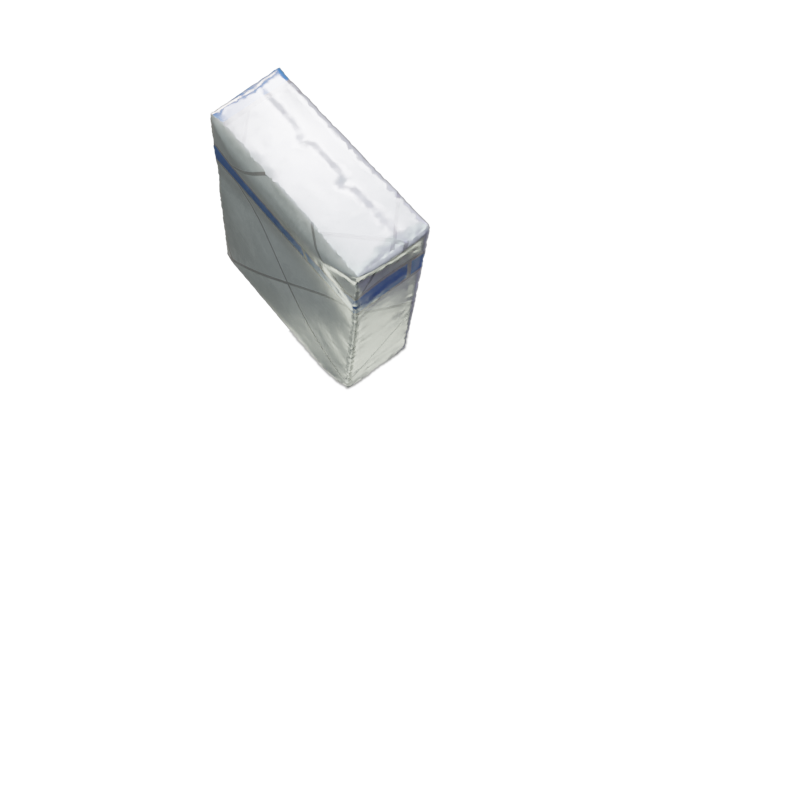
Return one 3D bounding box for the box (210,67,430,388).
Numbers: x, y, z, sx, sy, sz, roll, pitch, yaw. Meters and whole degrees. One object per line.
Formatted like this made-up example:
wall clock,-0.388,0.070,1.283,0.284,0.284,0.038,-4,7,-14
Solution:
box,-0.065,-0.118,0.829,0.072,0.172,0.203,-36,-16,-16
